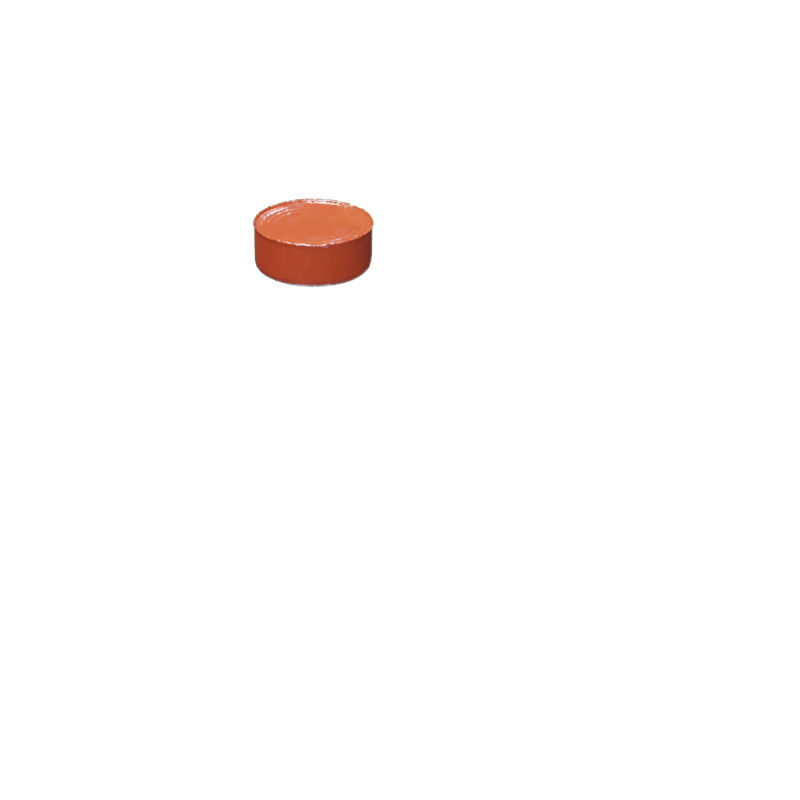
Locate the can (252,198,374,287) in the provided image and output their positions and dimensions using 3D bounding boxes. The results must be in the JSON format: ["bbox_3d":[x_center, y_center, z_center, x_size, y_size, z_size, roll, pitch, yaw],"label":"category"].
[{"bbox_3d":[-0.062,-0.113,0.793,0.086,0.032,0.091,-1,30,-2],"label":"can"}]
